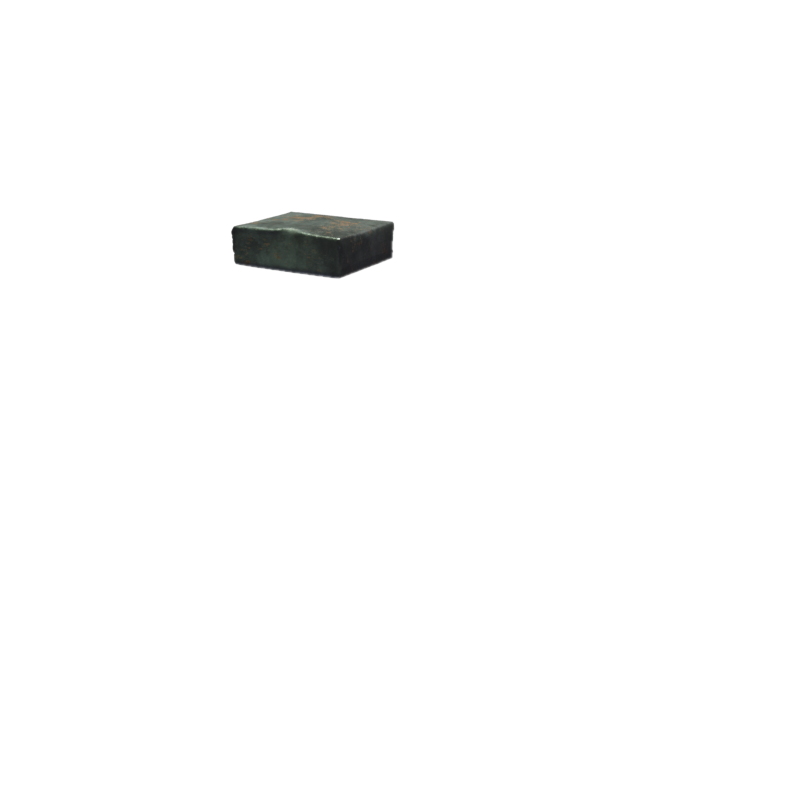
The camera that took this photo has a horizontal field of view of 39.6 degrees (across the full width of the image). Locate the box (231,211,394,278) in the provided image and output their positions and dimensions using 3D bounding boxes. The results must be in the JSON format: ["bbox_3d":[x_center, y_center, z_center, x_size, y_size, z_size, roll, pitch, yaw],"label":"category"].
[{"bbox_3d":[-0.060,-0.109,0.766,0.093,0.029,0.072,11,21,29],"label":"box"}]
